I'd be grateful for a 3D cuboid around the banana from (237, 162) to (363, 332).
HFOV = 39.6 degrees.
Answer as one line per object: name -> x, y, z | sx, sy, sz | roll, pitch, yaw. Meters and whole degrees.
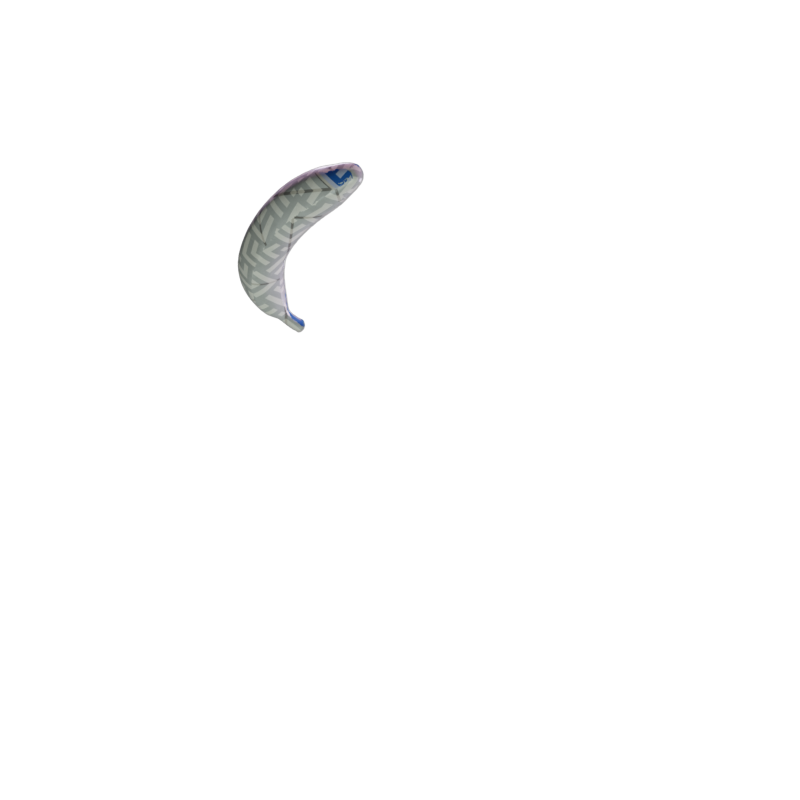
banana -> -0.086, -0.122, 0.856 | 0.068, 0.039, 0.189 | 9, -34, -14
